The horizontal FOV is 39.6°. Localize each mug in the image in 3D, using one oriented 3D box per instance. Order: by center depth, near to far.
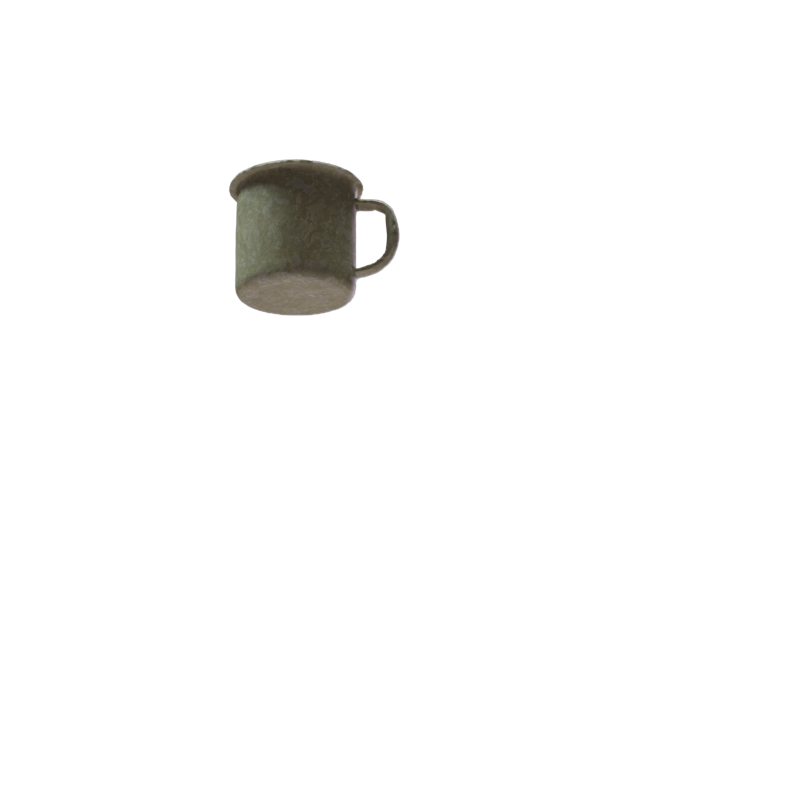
[{"bbox_3d":[-0.059,-0.107,0.753,0.118,0.085,0.088,-2,-18,5],"label":"mug"}]
